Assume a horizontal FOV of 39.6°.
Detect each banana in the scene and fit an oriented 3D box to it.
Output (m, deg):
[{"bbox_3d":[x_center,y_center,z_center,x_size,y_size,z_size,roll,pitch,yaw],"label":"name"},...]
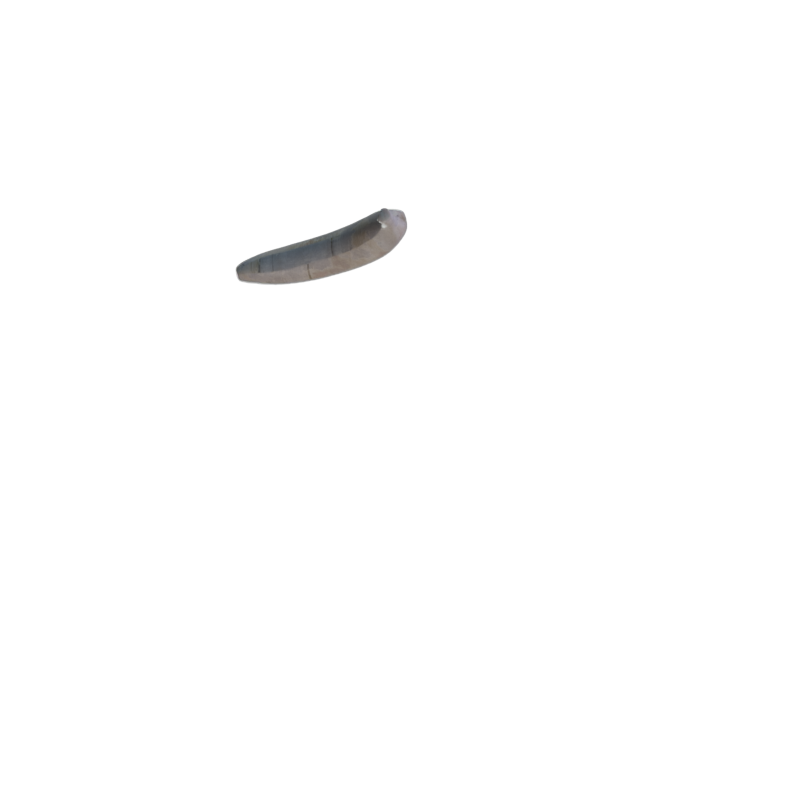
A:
[{"bbox_3d":[-0.060,-0.135,0.971,0.200,0.038,0.066,-16,-23,43],"label":"banana"}]
